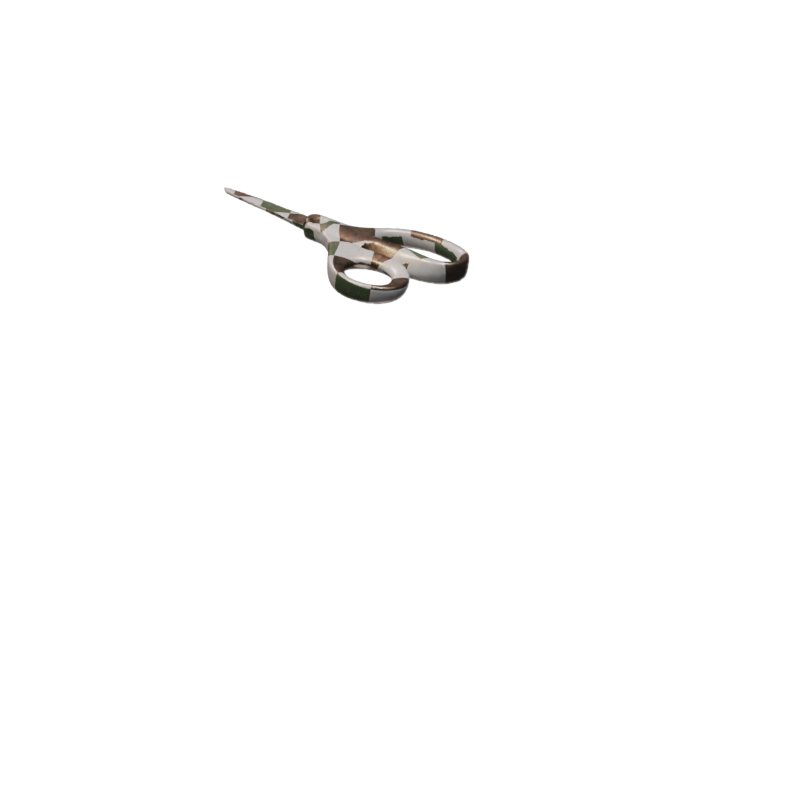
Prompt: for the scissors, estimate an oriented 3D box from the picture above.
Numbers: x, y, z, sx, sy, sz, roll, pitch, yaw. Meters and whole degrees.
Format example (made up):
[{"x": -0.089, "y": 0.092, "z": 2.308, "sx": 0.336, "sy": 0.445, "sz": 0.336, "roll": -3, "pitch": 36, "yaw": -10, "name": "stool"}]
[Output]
[{"x": -0.056, "y": -0.102, "z": 0.714, "sx": 0.211, "sy": 0.015, "sz": 0.097, "roll": 17, "pitch": 35, "yaw": 26, "name": "scissors"}]
